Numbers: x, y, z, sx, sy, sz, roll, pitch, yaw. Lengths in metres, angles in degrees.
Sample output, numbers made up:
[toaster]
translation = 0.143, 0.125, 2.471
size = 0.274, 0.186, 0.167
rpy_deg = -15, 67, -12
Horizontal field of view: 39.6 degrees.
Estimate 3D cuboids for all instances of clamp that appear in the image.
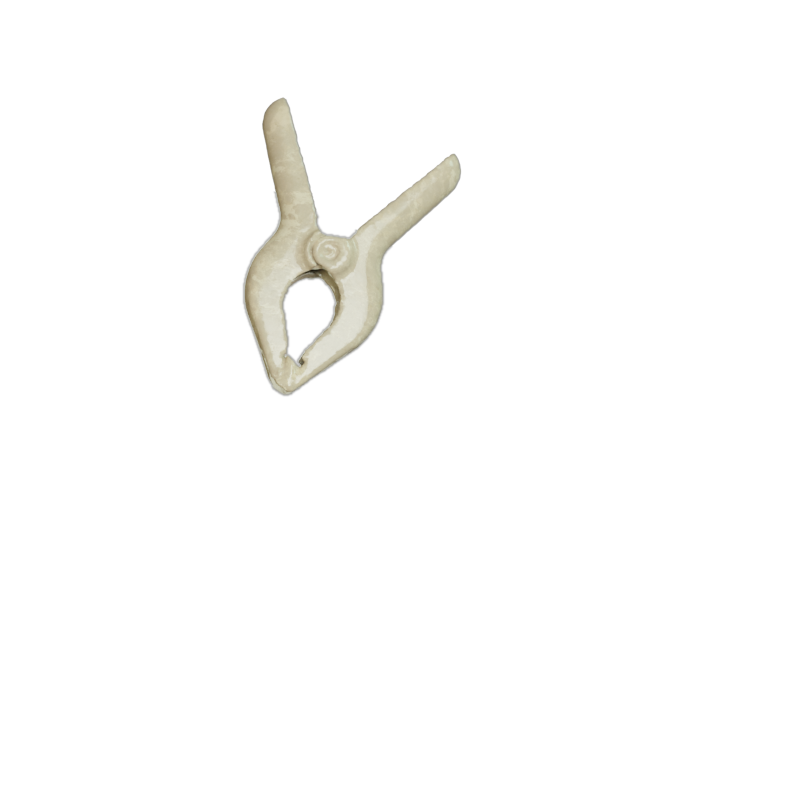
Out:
[clamp]
translation = -0.050, -0.091, 0.639
size = 0.122, 0.176, 0.038
rpy_deg = 24, -16, 7
